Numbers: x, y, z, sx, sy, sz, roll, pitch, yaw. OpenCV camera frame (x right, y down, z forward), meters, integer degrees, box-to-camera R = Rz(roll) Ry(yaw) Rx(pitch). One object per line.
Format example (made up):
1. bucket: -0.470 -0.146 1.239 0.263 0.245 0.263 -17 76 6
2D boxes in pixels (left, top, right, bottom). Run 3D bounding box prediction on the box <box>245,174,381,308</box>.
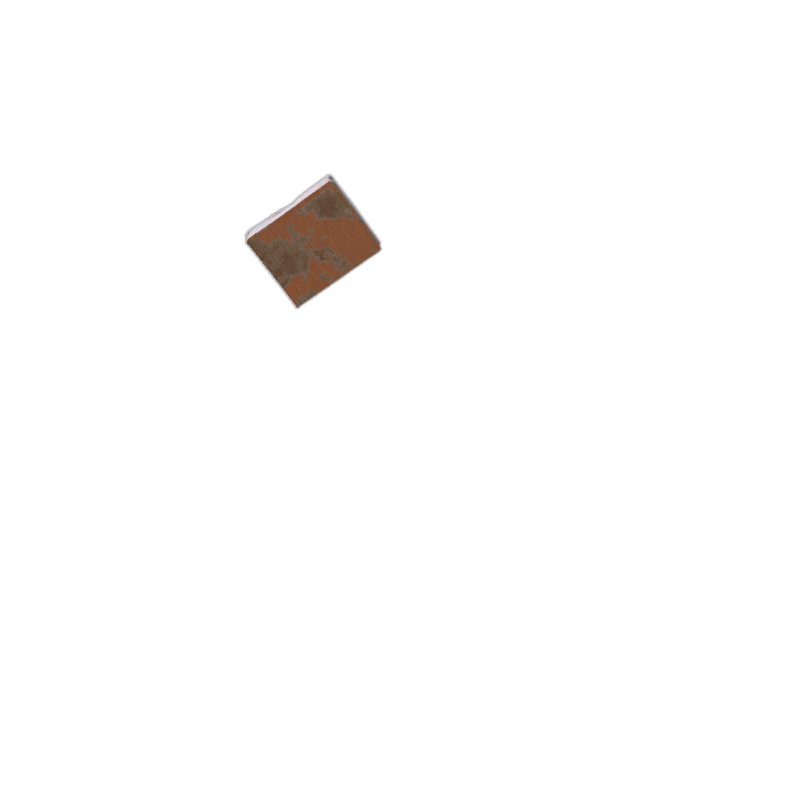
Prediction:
1. box: -0.072 -0.131 0.920 0.089 0.070 0.031 -34 15 9
